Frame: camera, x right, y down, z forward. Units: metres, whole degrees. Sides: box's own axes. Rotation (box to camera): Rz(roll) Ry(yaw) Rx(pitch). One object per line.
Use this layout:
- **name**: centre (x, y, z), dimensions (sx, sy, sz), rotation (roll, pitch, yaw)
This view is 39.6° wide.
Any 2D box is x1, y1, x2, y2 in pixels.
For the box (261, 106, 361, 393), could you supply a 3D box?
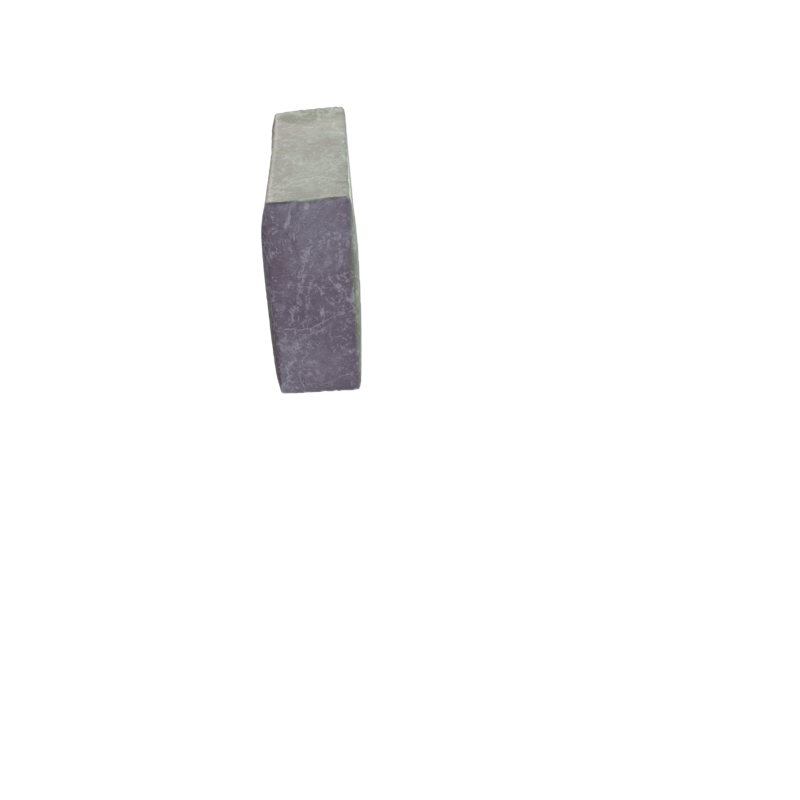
- **box**: centre (-0.072, -0.131, 0.918), dimensions (0.072, 0.155, 0.227), rotation (-4, 30, -2)
